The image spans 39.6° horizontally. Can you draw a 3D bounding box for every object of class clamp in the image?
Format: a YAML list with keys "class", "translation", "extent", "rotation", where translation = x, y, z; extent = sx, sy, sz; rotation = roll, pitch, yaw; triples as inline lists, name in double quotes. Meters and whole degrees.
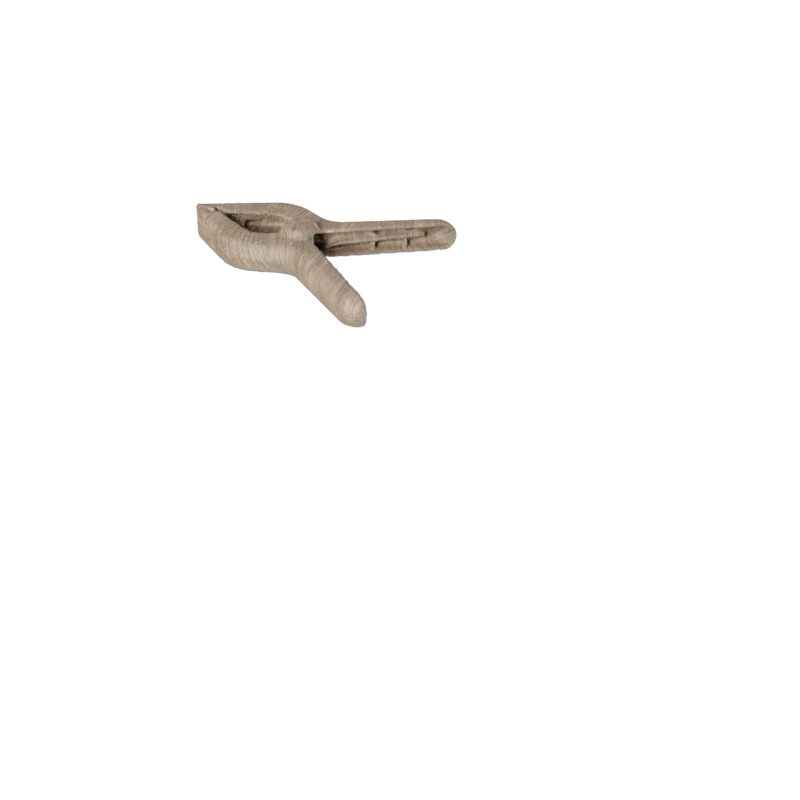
- class: "clamp"
  translation: [-0.070, -0.128, 0.893]
  extent: [0.222, 0.034, 0.165]
  rotation: [21, 37, 30]
